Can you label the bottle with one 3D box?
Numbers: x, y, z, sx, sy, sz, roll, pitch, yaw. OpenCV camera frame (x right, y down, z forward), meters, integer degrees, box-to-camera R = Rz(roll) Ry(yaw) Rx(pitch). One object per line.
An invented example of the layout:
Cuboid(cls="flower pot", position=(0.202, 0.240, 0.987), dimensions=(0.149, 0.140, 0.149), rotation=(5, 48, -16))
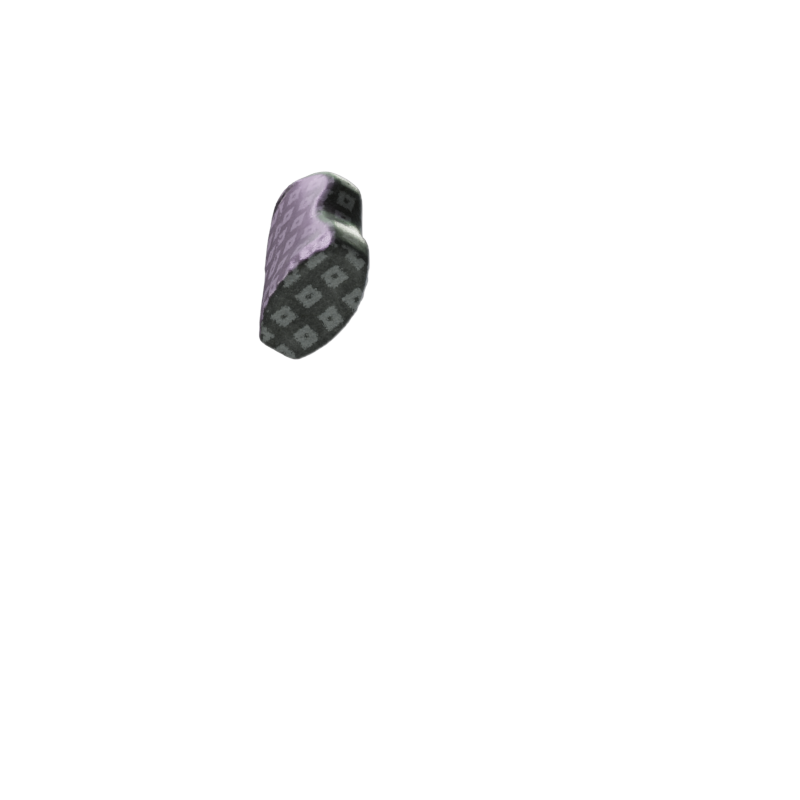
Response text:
Cuboid(cls="bottle", position=(-0.066, -0.119, 0.832), dimensions=(0.056, 0.094, 0.204), rotation=(28, 27, -20))
